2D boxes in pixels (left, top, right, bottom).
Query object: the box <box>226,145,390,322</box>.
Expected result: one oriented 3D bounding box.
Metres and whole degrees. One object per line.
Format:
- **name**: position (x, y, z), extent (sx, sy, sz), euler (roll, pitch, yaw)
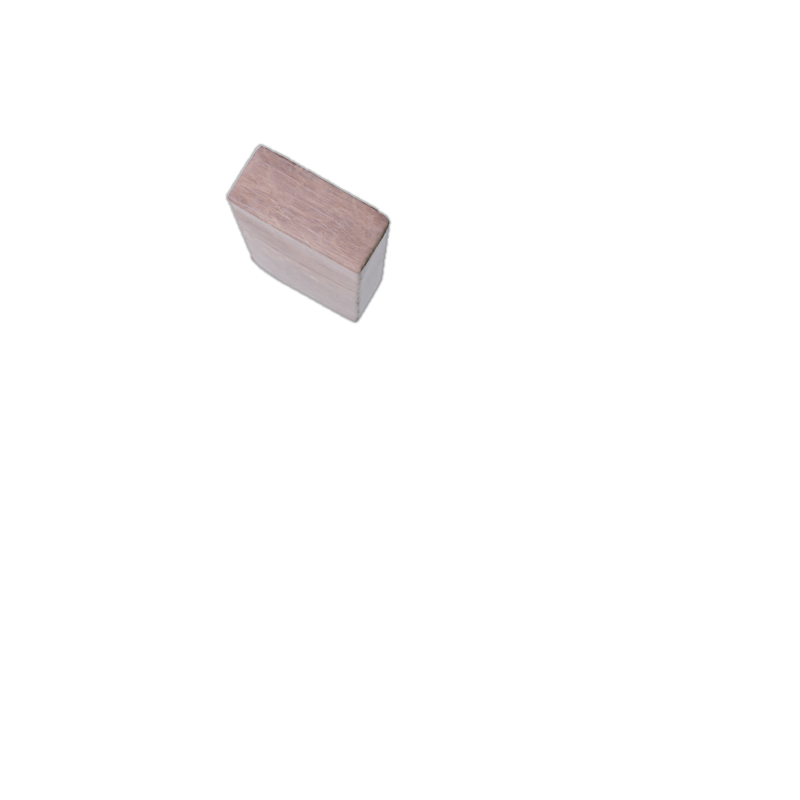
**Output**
- **box**: position (-0.057, -0.104, 0.727), extent (0.094, 0.049, 0.172), euler (31, -9, 2)
